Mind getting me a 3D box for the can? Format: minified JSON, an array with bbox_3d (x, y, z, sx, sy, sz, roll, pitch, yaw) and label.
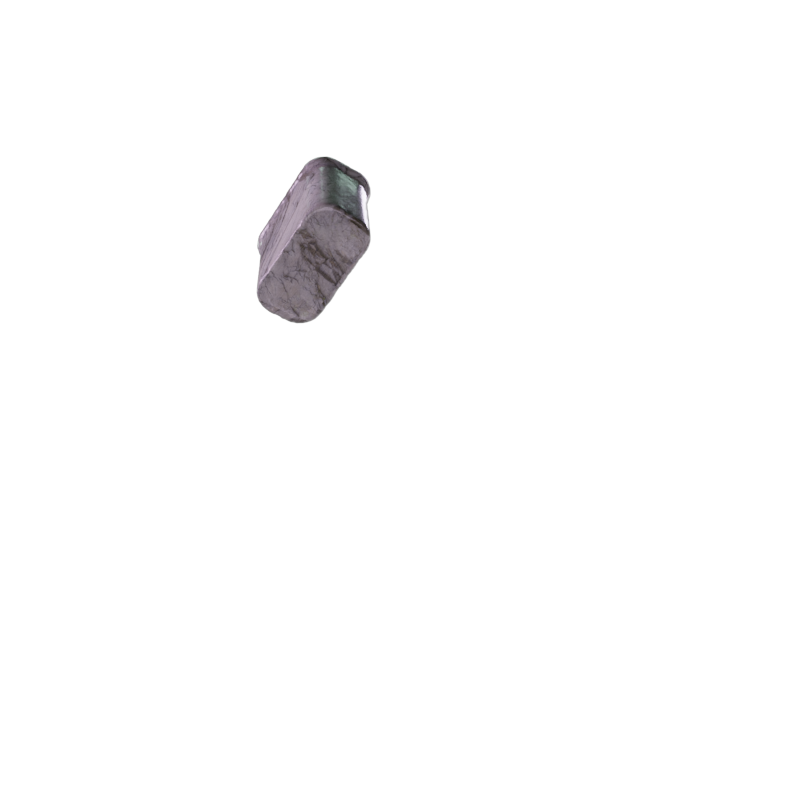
[{"bbox_3d":[-0.064,-0.117,0.820,0.055,0.099,0.089,29,25,-19],"label":"can"}]
